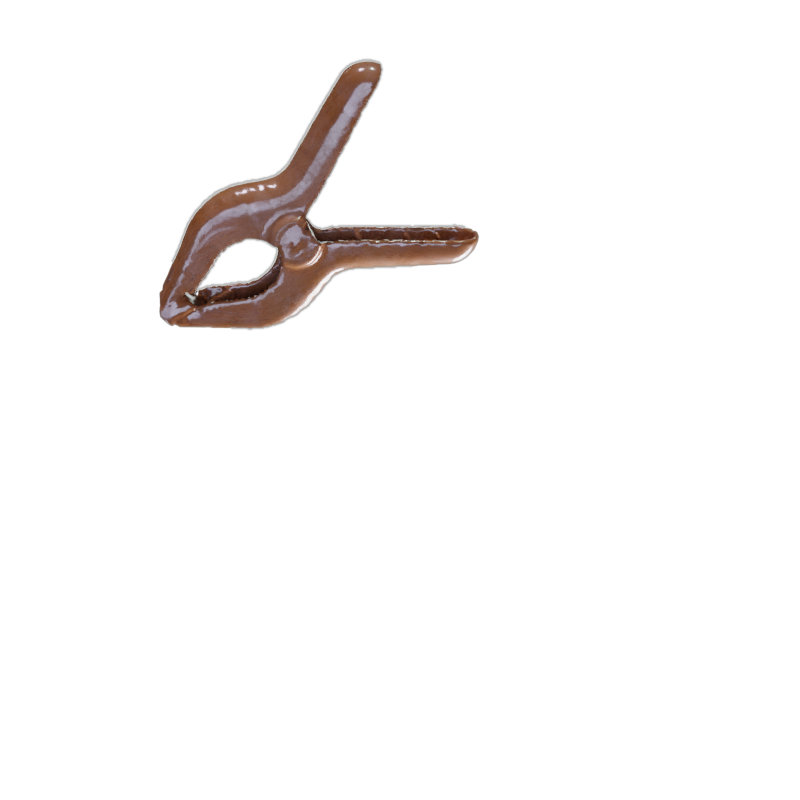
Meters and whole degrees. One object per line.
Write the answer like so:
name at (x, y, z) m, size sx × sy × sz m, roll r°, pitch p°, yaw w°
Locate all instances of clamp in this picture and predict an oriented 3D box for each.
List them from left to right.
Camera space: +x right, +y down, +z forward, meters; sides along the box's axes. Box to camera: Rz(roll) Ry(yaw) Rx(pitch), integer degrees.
clamp at (-0.046, -0.084, 0.587) m, size 0.171 × 0.116 × 0.041 m, roll -37°, pitch 14°, yaw 10°
